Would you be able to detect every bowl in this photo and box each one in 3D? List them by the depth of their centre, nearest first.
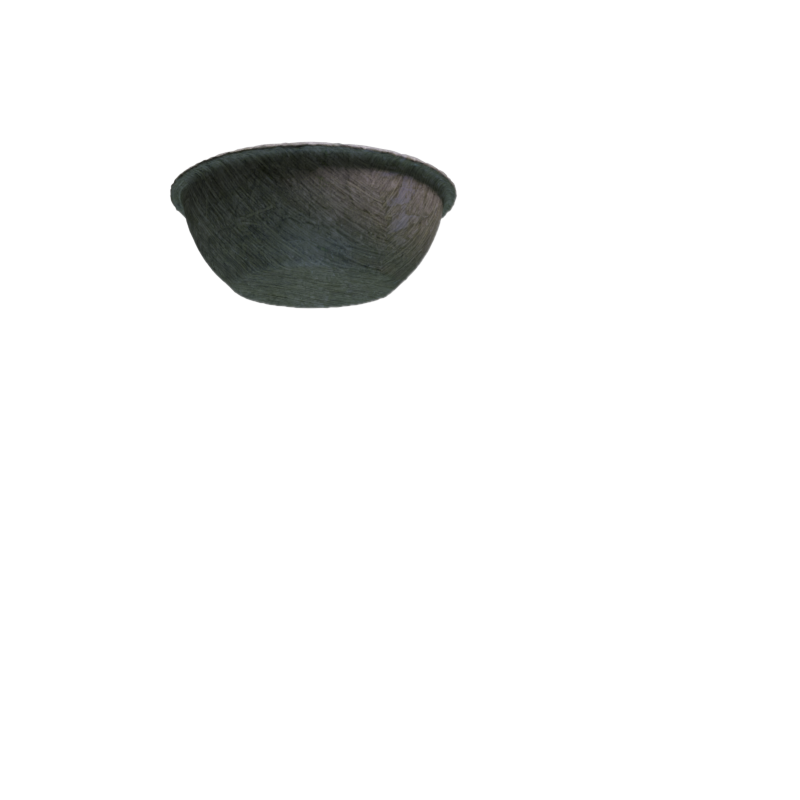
[{"bbox_3d":[-0.049,-0.089,0.621,0.162,0.057,0.157,0,-11,-2],"label":"bowl"}]
